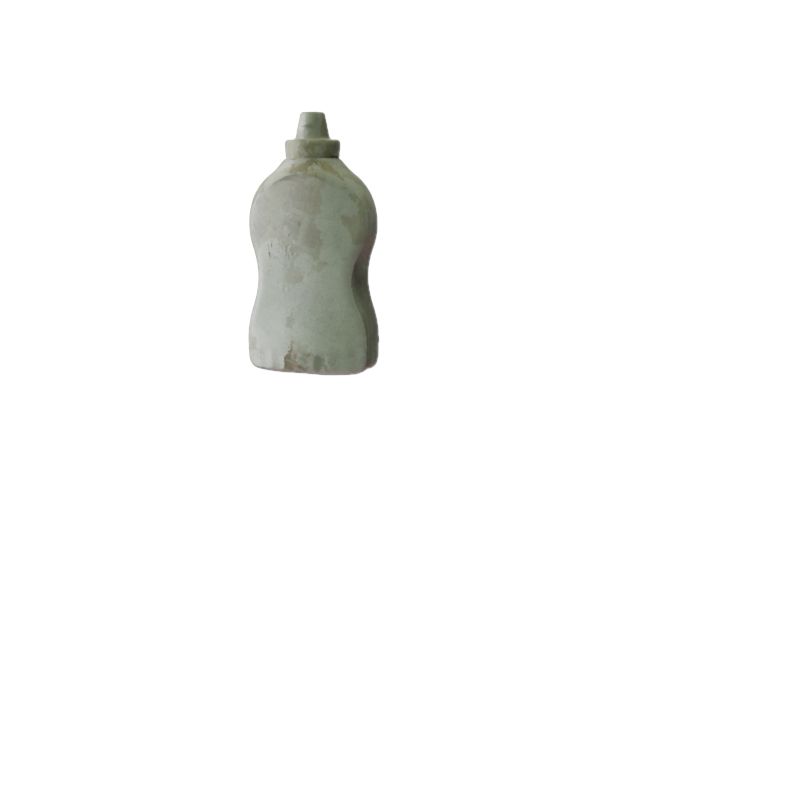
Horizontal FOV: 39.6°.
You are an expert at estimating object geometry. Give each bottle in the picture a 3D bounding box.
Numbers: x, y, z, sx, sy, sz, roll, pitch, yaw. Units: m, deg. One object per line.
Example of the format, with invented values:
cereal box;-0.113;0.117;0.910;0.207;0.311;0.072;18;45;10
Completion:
bottle;-0.065;-0.118;0.825;0.099;0.190;0.057;2;5;22
